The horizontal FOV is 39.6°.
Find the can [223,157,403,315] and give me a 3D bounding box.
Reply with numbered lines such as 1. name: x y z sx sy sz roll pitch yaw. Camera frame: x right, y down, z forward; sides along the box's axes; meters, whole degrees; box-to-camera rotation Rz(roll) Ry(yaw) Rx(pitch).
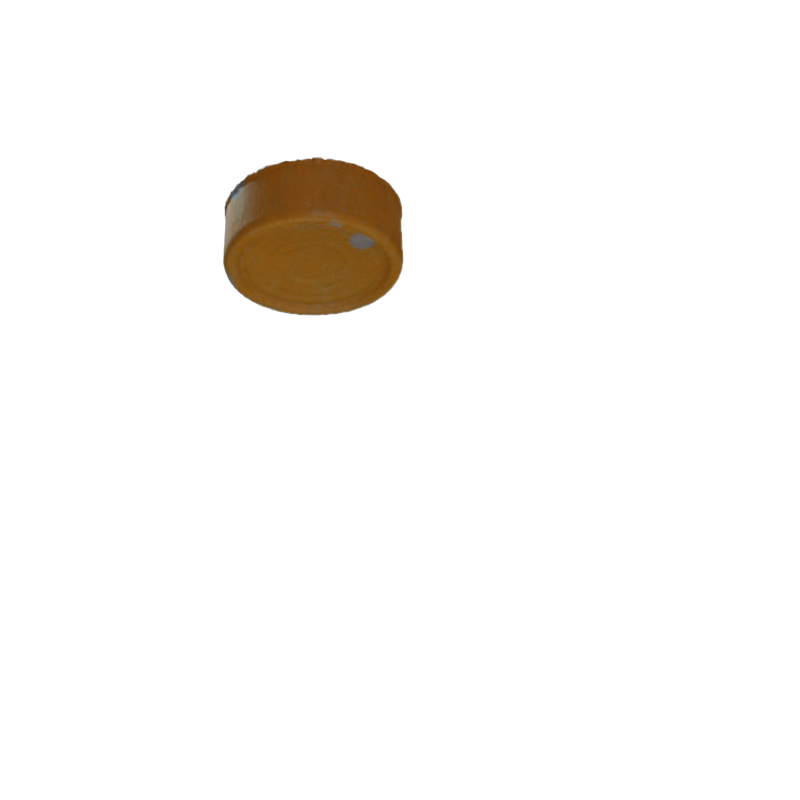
1. can: -0.041 -0.075 0.526 0.086 0.036 0.081 1 -30 -2
